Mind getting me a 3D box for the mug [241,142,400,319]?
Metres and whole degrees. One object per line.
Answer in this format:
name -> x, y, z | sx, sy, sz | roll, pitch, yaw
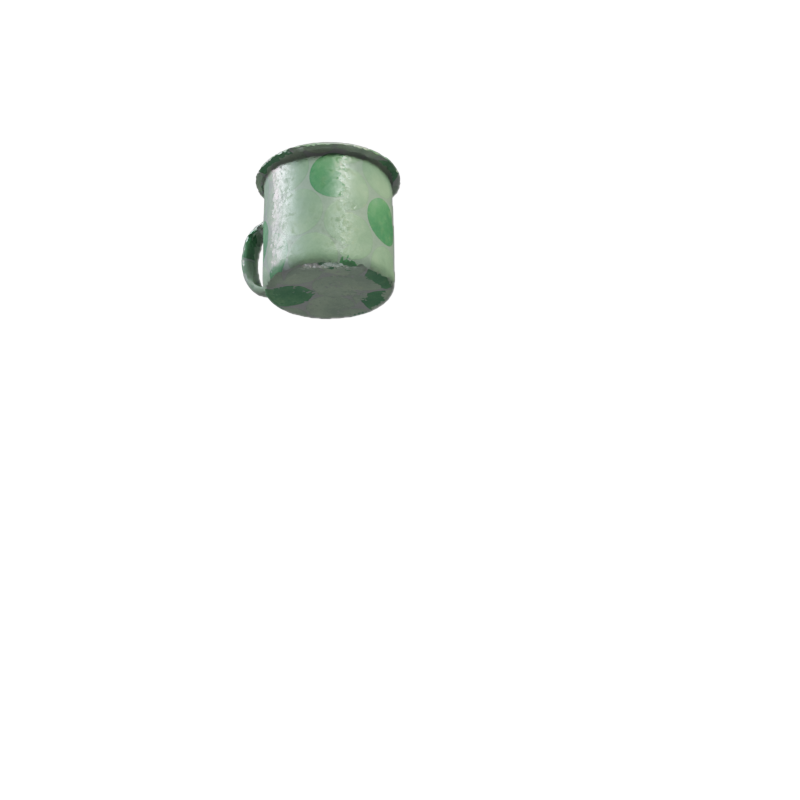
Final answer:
mug -> -0.055, -0.100, 0.701 | 0.119, 0.086, 0.087 | -16, -28, 31
